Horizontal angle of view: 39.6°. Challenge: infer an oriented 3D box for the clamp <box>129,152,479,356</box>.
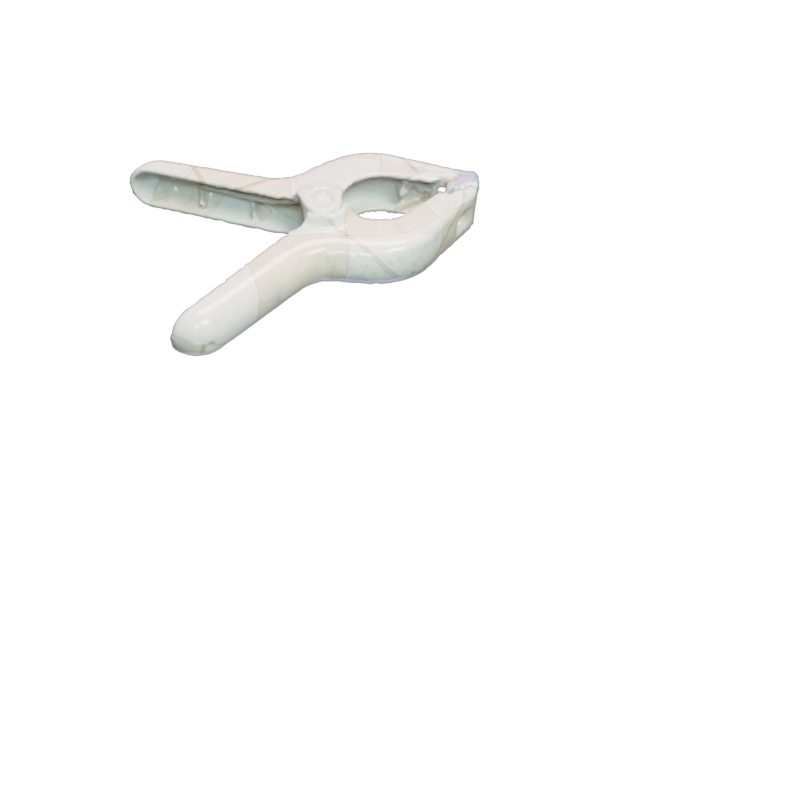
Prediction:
[{"bbox_3d":[-0.041,-0.075,0.527,0.170,0.129,0.037,-7,-36,-5],"label":"clamp"}]
